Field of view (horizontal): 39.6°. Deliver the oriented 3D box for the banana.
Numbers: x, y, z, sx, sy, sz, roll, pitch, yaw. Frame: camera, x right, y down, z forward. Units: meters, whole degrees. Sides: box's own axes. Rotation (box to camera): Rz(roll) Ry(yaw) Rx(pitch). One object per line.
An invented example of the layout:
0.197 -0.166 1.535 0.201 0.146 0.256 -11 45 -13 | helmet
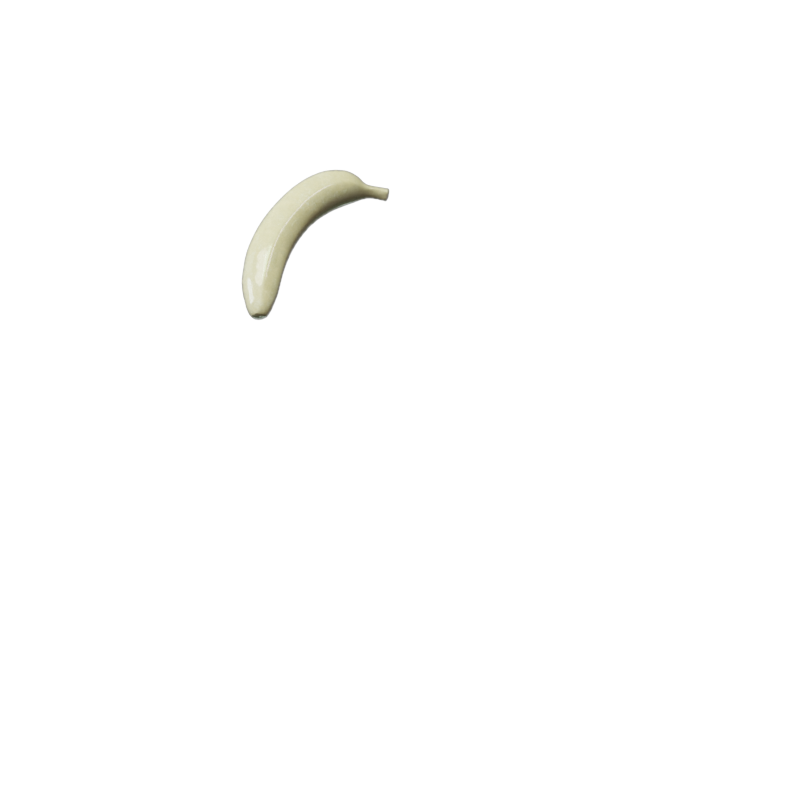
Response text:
-0.090 -0.152 0.993 0.073 0.202 0.034 28 -34 20 | banana
